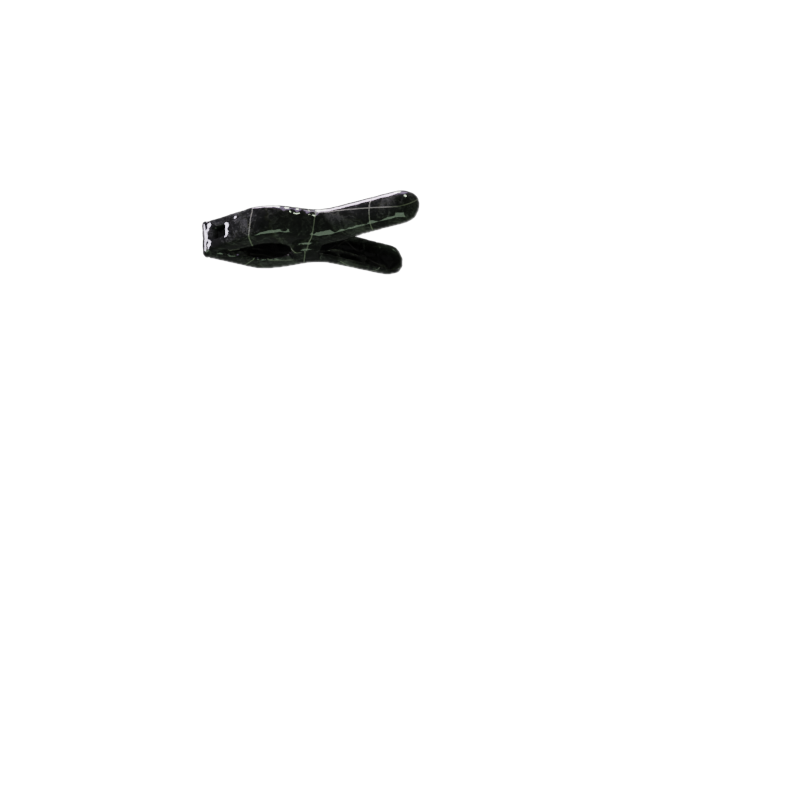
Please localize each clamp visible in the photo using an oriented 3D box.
[{"bbox_3d":[-0.070,-0.127,0.888,0.172,0.042,0.113,-2,-25,4],"label":"clamp"}]
